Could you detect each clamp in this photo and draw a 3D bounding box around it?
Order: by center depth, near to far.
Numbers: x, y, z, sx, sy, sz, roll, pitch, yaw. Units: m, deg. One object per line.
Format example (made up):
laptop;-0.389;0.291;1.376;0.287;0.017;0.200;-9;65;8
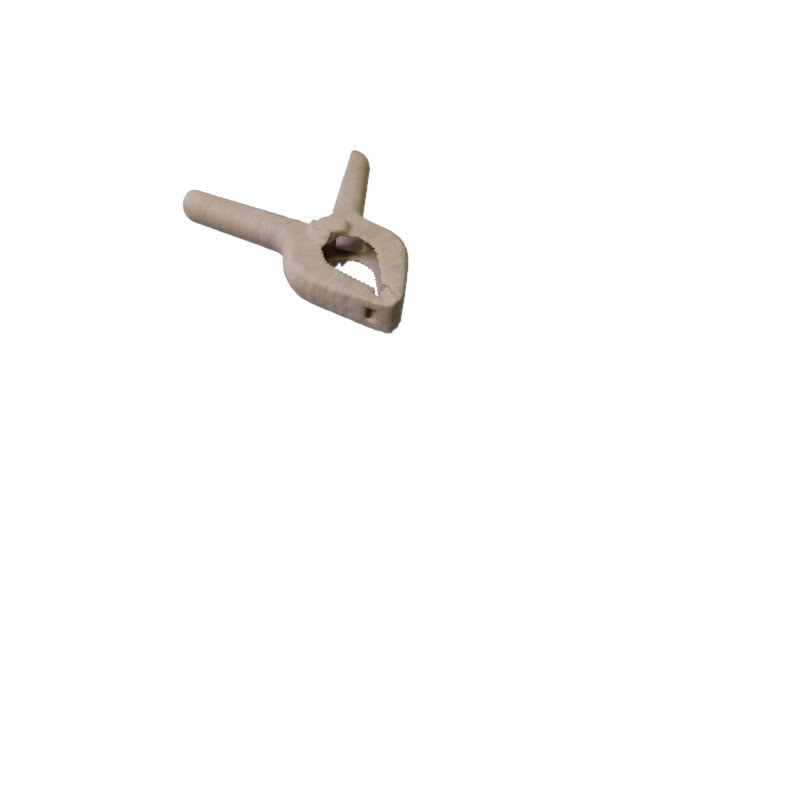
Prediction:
clamp;-0.066;-0.121;0.846;0.162;0.034;0.228;-14;43;-16
